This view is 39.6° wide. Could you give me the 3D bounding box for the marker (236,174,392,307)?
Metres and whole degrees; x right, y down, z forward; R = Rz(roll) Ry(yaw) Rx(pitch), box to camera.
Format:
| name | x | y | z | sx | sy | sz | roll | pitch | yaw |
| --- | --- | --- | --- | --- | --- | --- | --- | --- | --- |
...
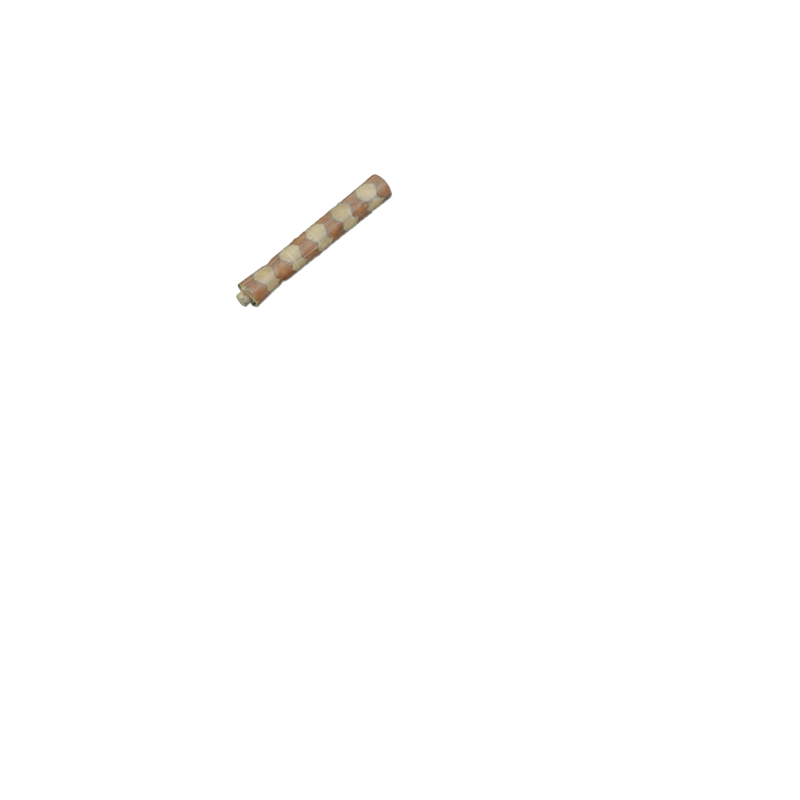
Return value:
| name | x | y | z | sx | sy | sz | roll | pitch | yaw |
| --- | --- | --- | --- | --- | --- | --- | --- | --- | --- |
| marker | -0.054 | -0.099 | 0.695 | 0.122 | 0.019 | 0.020 | -42 | 19 | -18 |
